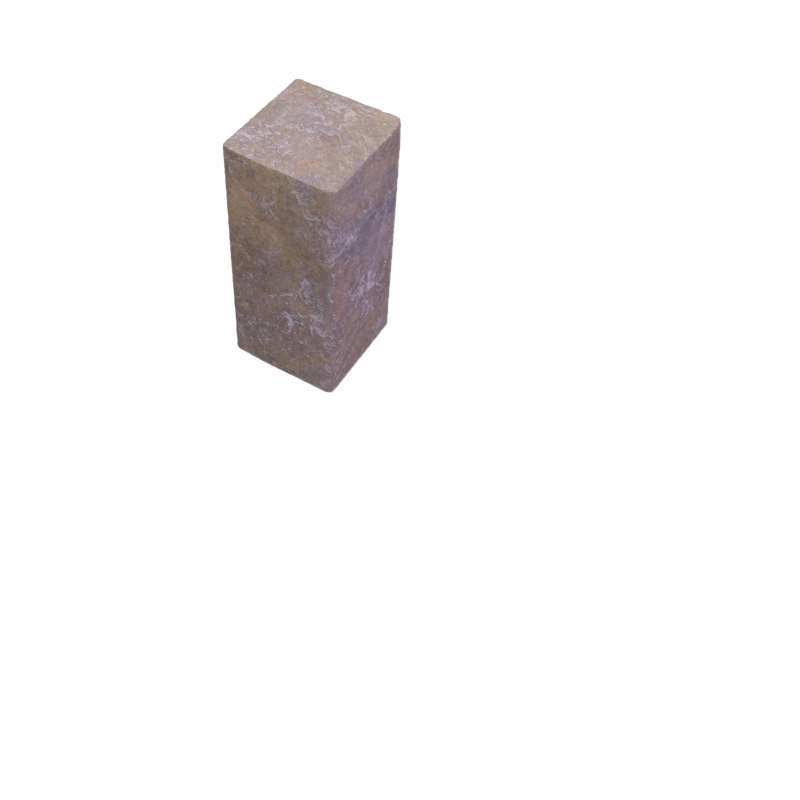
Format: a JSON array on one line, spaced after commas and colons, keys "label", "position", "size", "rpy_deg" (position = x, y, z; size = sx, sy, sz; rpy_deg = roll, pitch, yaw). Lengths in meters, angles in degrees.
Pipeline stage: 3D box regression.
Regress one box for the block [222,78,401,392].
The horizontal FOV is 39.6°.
[{"label": "block", "position": [-0.063, -0.114, 0.805], "size": [0.094, 0.192, 0.093], "rpy_deg": [26, 52, 18]}]
